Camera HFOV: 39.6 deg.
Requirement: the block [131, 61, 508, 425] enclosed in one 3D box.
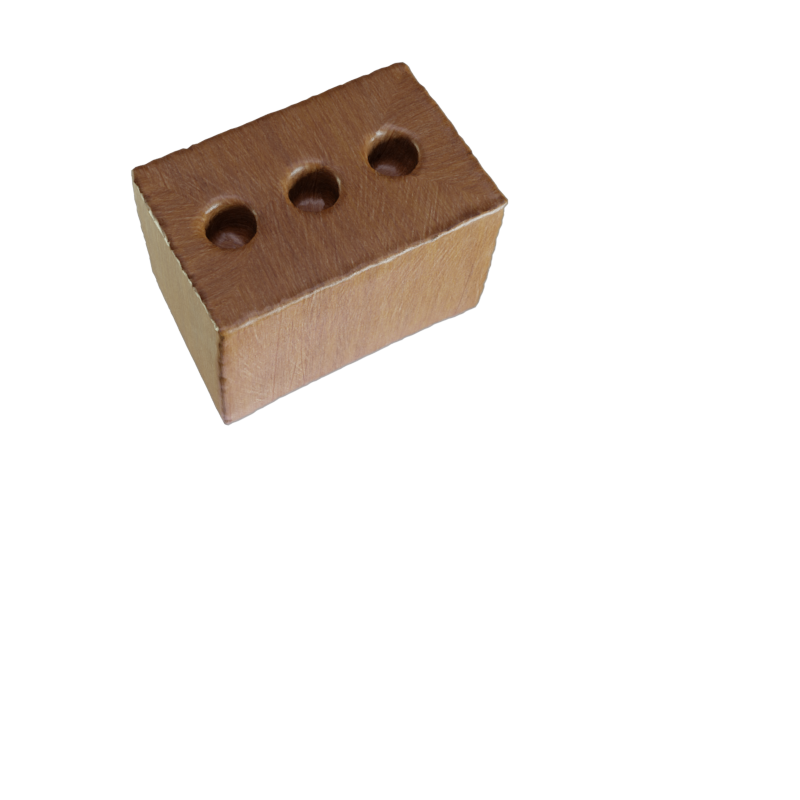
[{"bbox_3d":[-0.022,-0.040,0.283,0.078,0.056,0.048,-26,-24,-14],"label":"block"}]
